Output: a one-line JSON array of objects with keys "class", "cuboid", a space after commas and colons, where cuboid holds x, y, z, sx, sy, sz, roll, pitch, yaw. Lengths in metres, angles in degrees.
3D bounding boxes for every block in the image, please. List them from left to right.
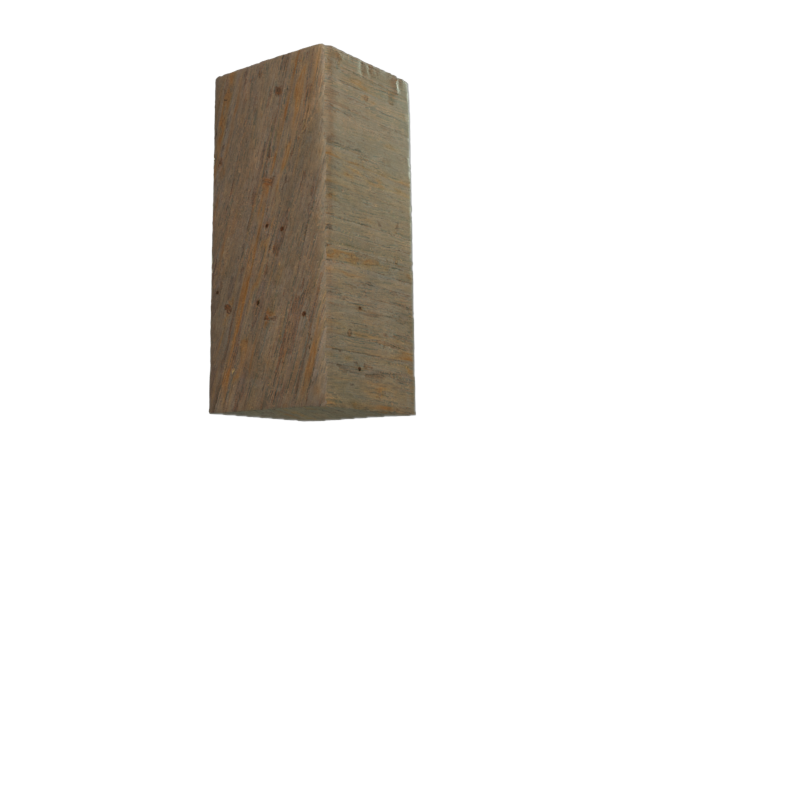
[{"class": "block", "cuboid": [-0.052, -0.095, 0.666, 0.092, 0.212, 0.086, -9, -14, 37]}]
